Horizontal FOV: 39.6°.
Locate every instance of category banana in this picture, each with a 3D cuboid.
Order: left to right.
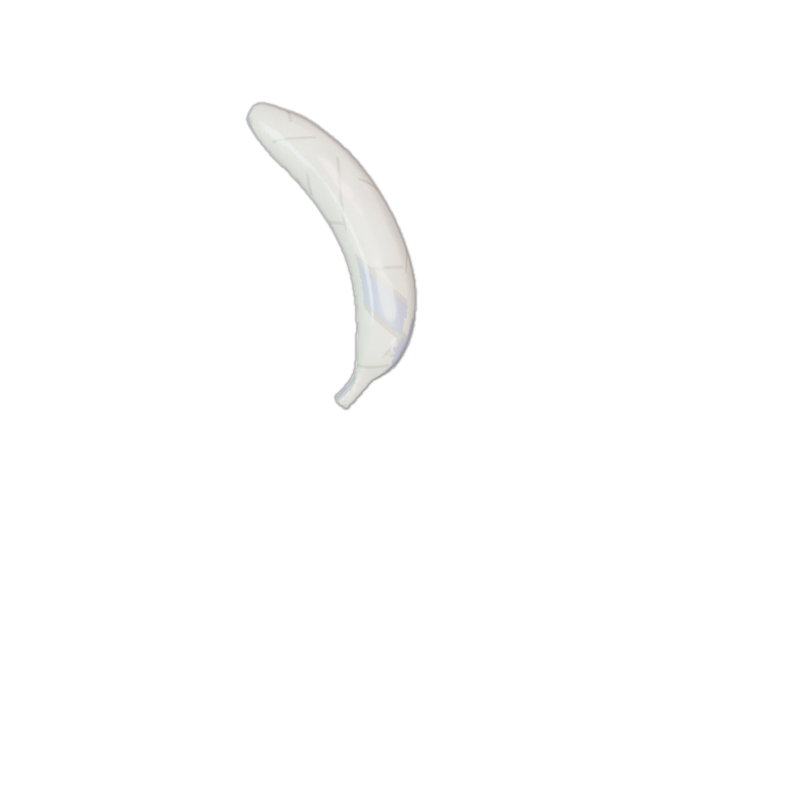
[{"bbox_3d":[-0.034,-0.099,0.679,0.069,0.203,0.036,-17,-10,-4],"label":"banana"}]
